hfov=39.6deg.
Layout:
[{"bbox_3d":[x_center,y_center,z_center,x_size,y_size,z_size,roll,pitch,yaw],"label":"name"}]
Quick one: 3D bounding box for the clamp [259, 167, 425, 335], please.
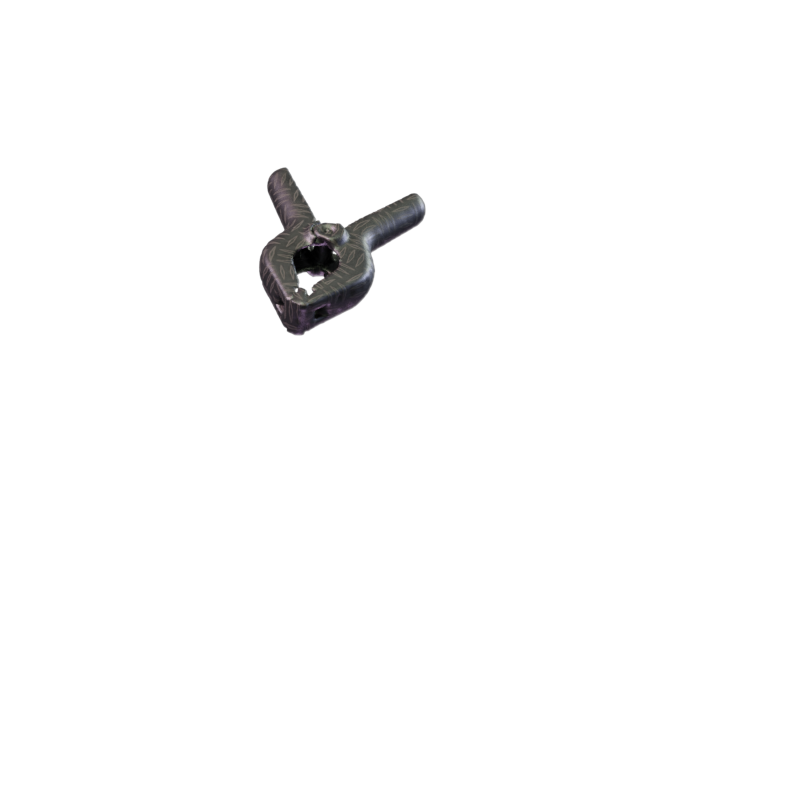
[{"bbox_3d":[-0.061,-0.112,0.785,0.124,0.037,0.178,12,38,15],"label":"clamp"}]
